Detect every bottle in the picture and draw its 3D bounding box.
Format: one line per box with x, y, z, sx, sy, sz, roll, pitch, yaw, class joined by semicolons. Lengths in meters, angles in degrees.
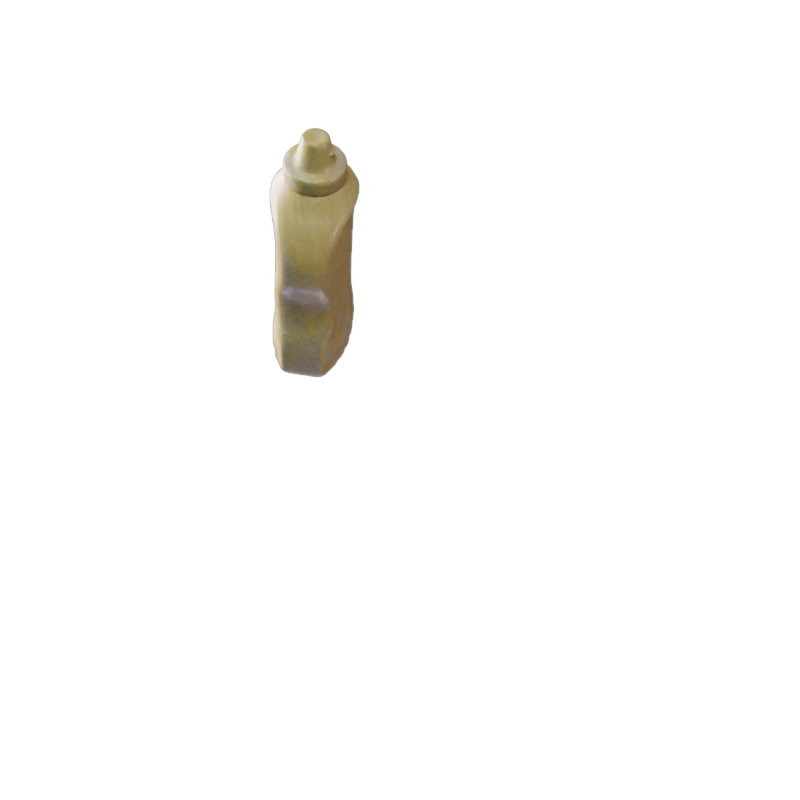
-0.059;-0.108;0.753;0.059;0.102;0.179;10;-38;4;bottle
